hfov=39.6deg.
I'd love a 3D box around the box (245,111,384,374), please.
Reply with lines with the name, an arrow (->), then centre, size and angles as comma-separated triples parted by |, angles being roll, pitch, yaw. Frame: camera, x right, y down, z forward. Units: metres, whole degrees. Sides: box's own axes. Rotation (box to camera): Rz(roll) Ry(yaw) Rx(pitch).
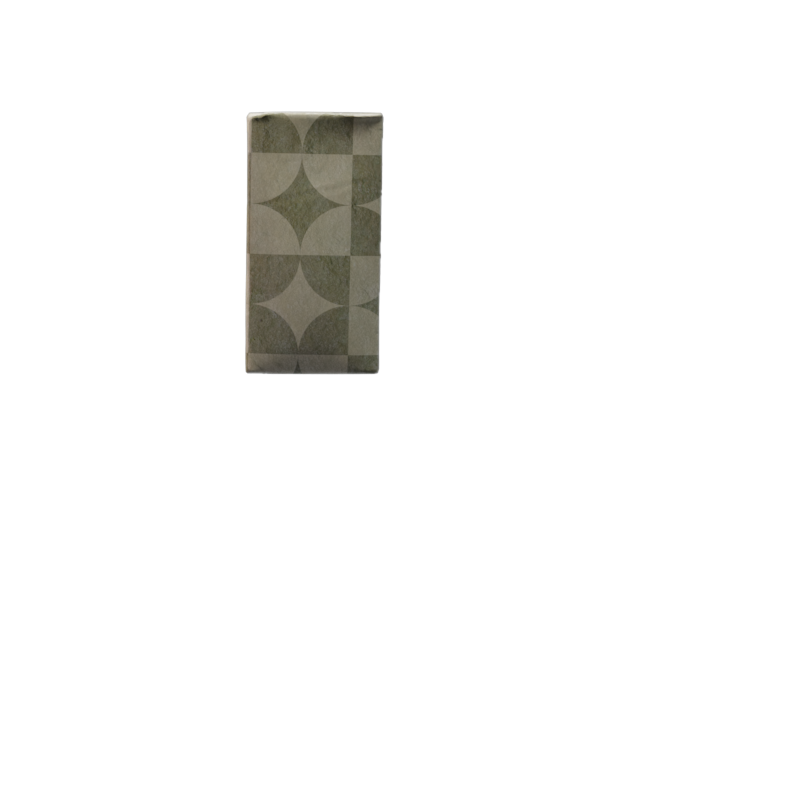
box -> -0.059, -0.108, 0.755 | 0.093, 0.173, 0.049 | 0, 8, -3
